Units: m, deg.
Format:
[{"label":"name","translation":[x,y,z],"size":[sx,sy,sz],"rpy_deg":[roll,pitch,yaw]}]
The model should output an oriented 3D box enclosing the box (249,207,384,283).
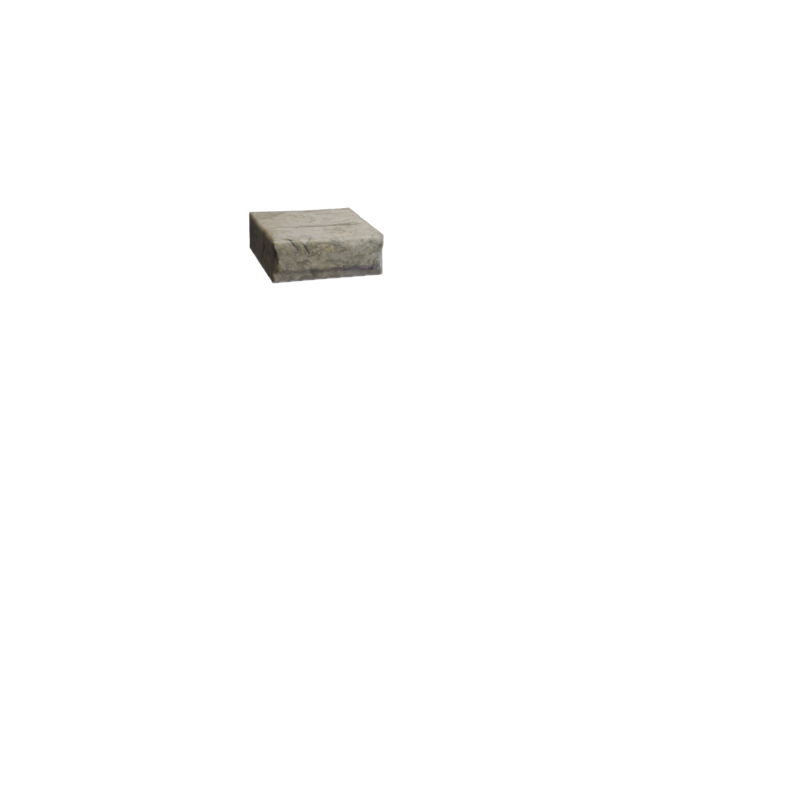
[{"label":"box","translation":[-0.058,-0.105,0.735],"size":[0.072,0.029,0.094],"rpy_deg":[-5,21,-14]}]
